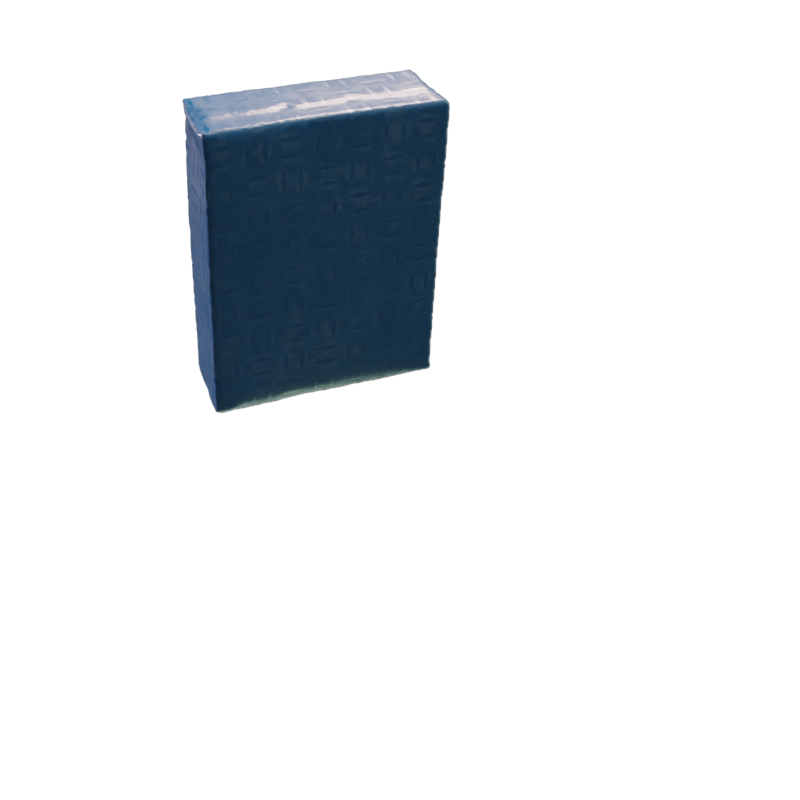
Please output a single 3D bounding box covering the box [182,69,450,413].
[{"bbox_3d":[-0.059,-0.108,0.758,0.162,0.201,0.078,-11,35,-18],"label":"box"}]
